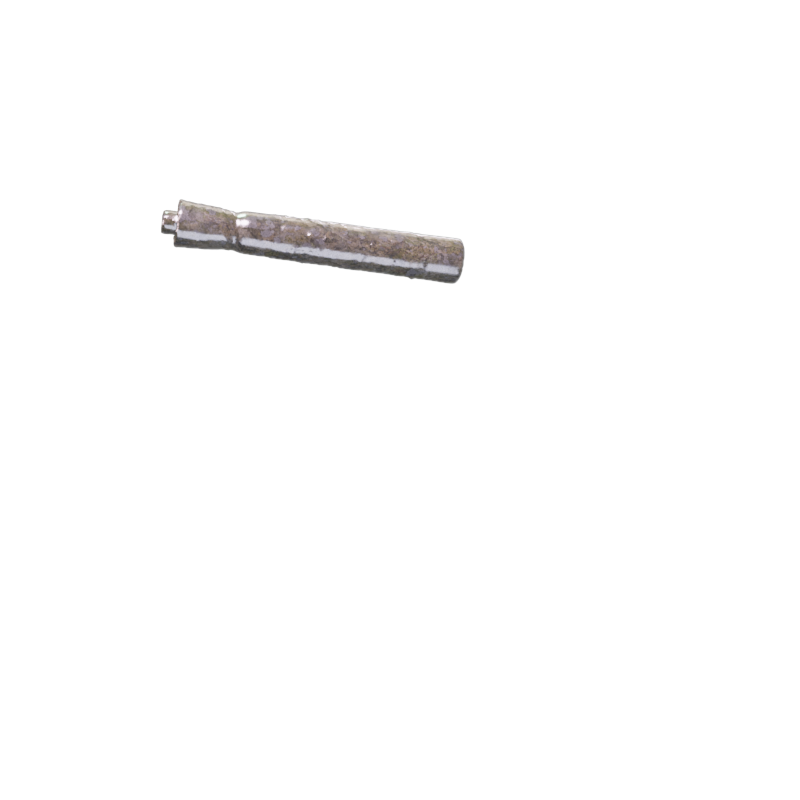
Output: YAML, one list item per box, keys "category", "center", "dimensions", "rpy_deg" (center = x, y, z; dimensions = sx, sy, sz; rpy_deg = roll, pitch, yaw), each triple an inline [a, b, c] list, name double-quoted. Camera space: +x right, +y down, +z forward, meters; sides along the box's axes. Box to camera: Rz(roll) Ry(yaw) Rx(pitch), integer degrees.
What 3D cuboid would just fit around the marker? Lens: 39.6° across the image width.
- category: "marker"
  center: [-0.035, -0.063, 0.443]
  dimensions: [0.119, 0.020, 0.020]
  rpy_deg: [6, 3, -10]
